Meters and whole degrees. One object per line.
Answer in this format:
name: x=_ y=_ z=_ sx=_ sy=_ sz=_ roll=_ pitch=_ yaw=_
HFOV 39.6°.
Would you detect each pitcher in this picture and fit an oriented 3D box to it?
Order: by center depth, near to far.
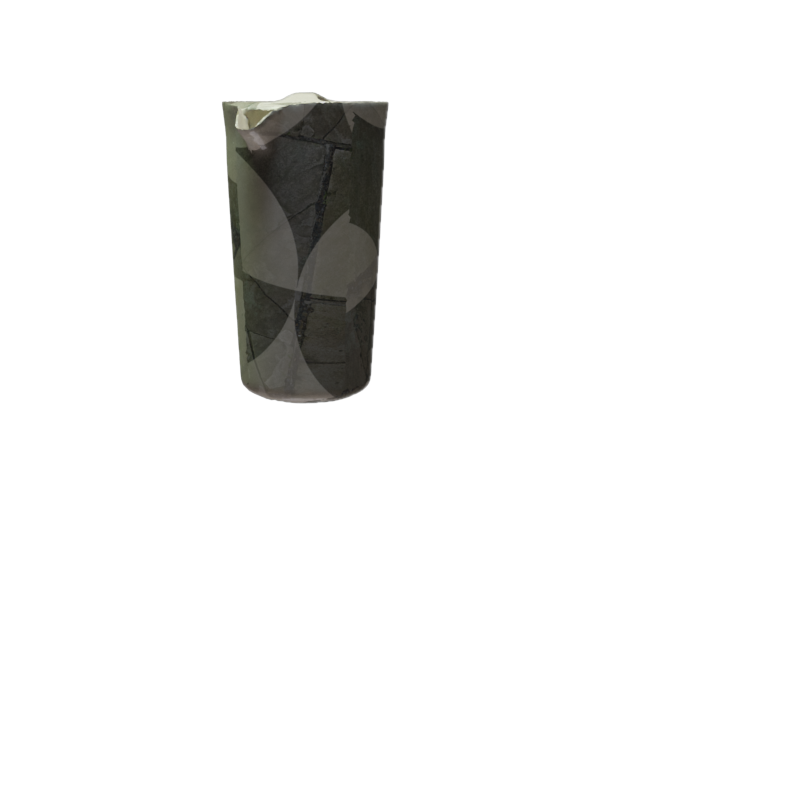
pitcher: x=-0.071 y=-0.130 z=0.910 sx=0.146 sy=0.238 sz=0.151 roll=-2 pitch=11 yaw=-16
